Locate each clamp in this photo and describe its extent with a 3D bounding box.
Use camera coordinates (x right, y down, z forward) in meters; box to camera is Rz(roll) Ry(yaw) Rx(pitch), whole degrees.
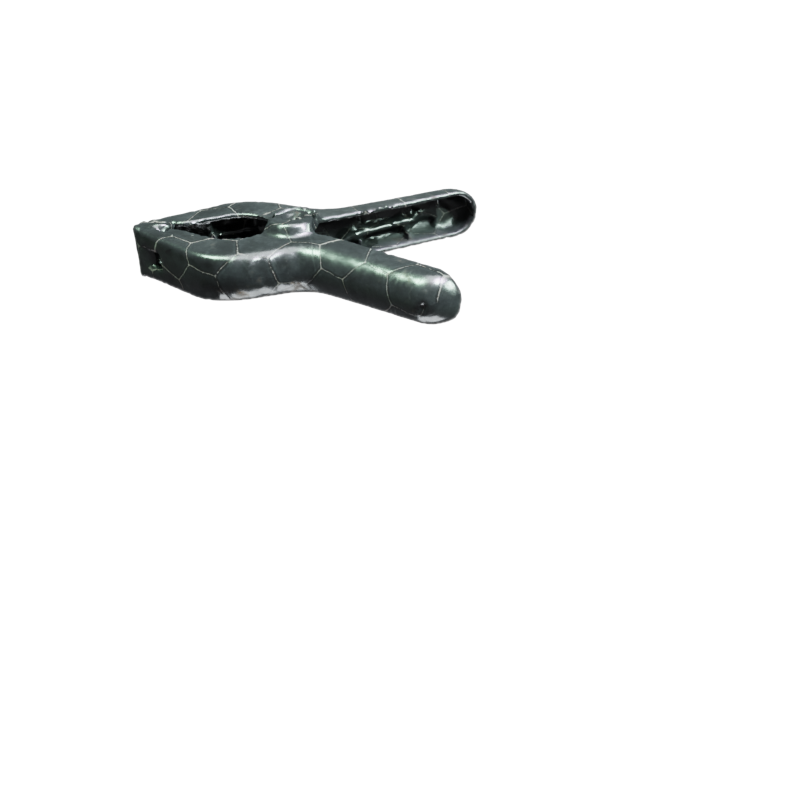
[{"bbox_3d":[-0.043,-0.078,0.547,0.176,0.037,0.123,8,26,17],"label":"clamp"}]
